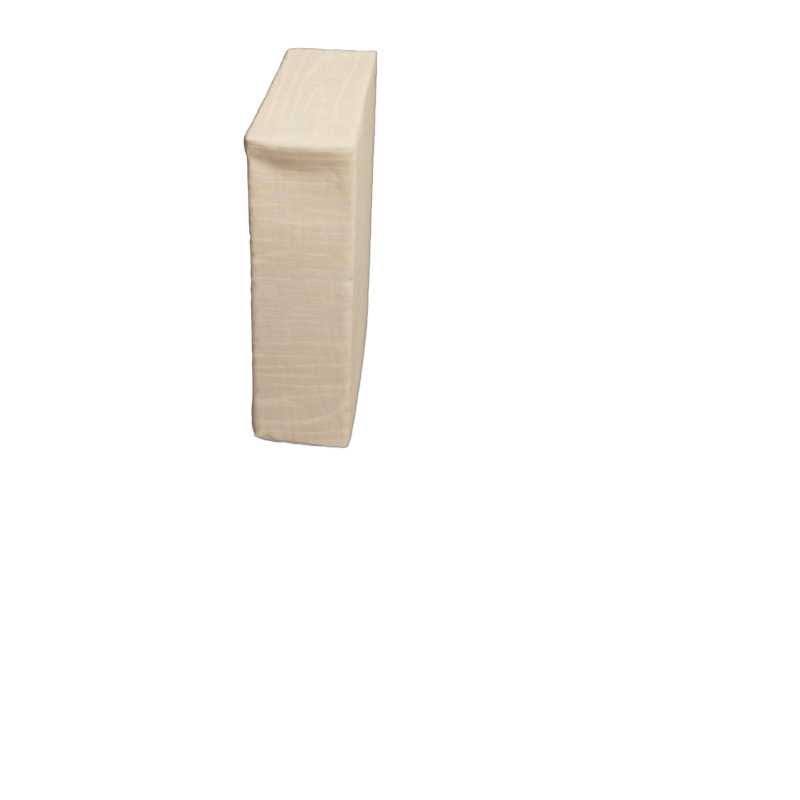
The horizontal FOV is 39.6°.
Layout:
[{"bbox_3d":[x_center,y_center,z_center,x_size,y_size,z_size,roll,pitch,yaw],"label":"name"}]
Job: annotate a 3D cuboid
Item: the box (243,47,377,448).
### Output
[{"bbox_3d":[-0.057,-0.104,0.729,0.072,0.201,0.173,3,32,2],"label":"box"}]
